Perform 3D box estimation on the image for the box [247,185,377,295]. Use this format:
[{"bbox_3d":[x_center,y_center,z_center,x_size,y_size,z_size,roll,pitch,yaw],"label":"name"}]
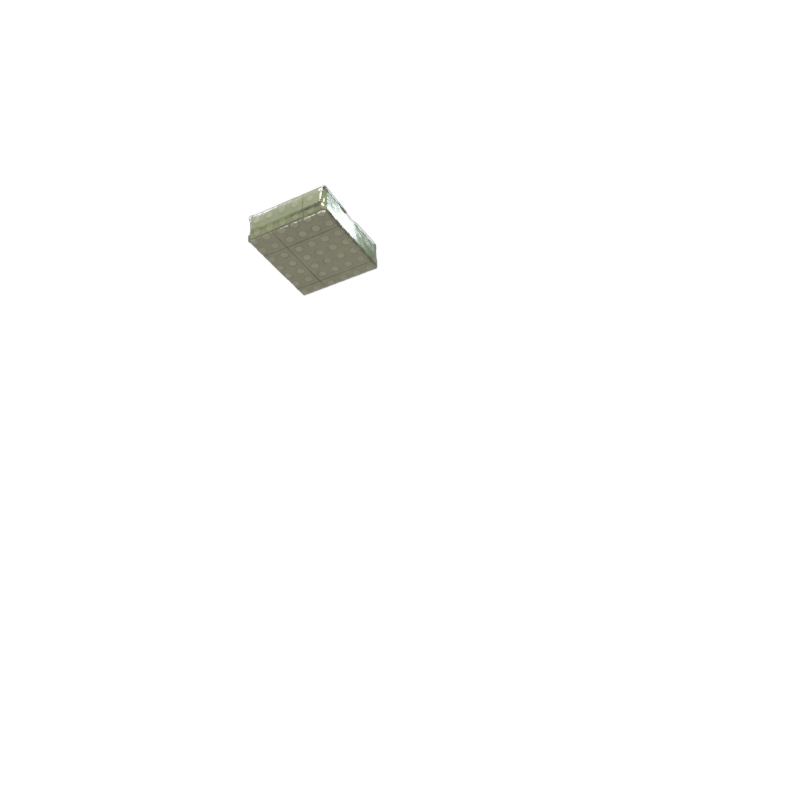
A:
[{"bbox_3d":[-0.071,-0.130,0.912,0.074,0.032,0.082,-19,-41,24],"label":"box"}]
